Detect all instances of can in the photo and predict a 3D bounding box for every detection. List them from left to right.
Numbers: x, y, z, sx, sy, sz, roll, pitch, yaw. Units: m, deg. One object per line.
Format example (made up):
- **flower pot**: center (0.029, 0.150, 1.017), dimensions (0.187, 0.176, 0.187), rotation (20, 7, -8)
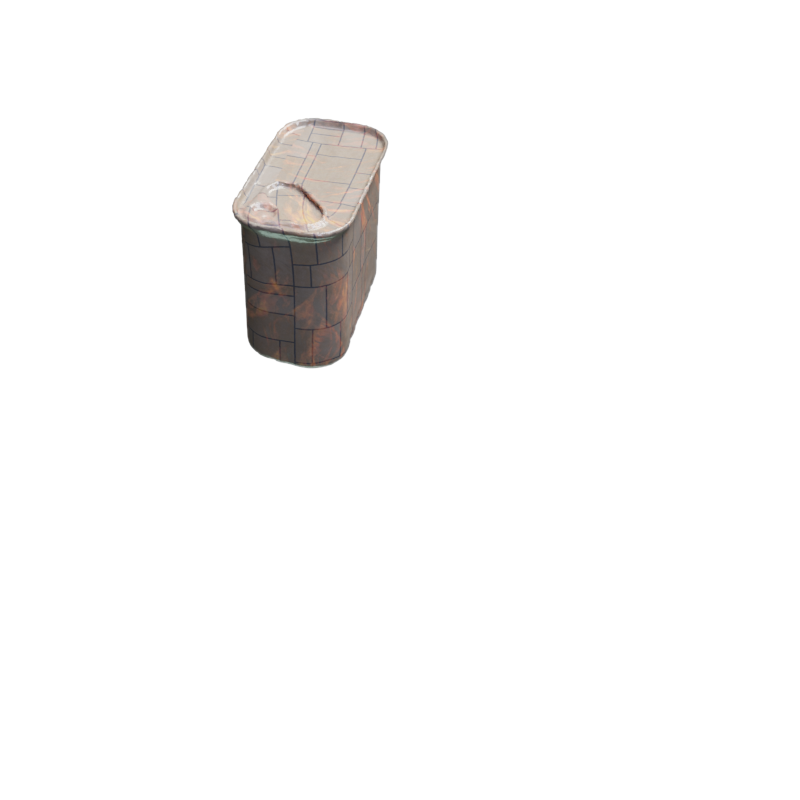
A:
- **can**: center (-0.043, -0.079, 0.555), dimensions (0.059, 0.078, 0.107), rotation (10, 41, 9)
